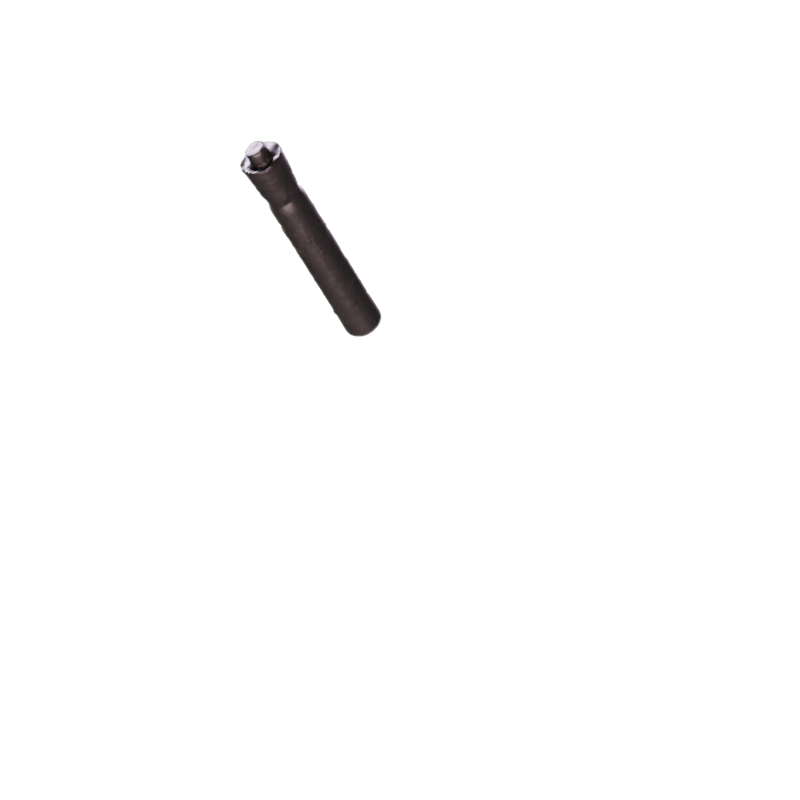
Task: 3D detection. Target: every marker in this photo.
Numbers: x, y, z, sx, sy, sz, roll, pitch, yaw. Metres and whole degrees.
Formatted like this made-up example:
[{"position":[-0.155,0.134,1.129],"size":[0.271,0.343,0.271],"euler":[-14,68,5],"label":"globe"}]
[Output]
[{"position":[-0.039,-0.071,0.496],"size":[0.020,0.021,0.111],"euler":[2,-35,30],"label":"marker"}]
